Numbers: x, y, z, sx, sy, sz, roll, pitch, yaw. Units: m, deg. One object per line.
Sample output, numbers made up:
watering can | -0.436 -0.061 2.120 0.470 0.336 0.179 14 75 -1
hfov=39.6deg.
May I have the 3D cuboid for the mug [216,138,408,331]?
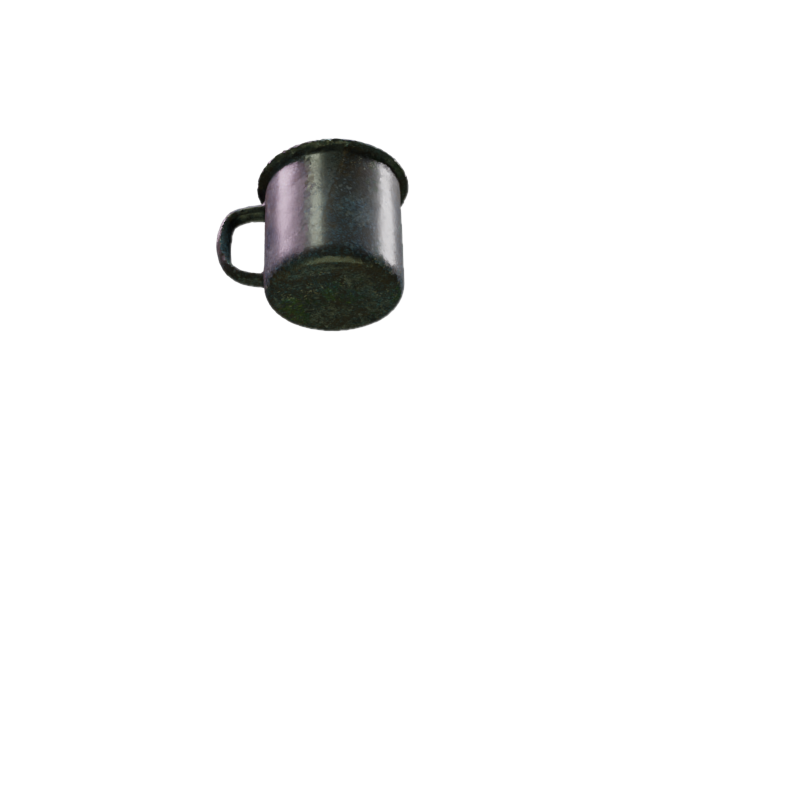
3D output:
mug | -0.052 -0.094 0.660 0.117 0.087 0.087 -2 -32 2
